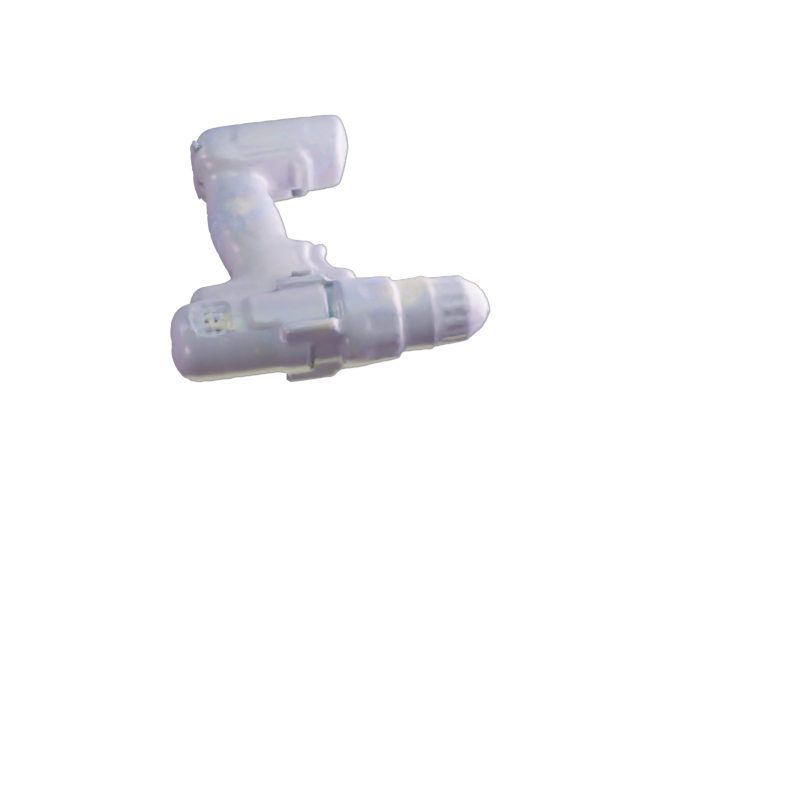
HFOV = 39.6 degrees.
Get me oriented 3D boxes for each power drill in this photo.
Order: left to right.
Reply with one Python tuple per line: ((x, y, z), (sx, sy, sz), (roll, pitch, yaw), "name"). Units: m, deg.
((-0.054, -0.098, 0.684), (0.183, 0.203, 0.053), (-8, -42, -7), "power drill")
